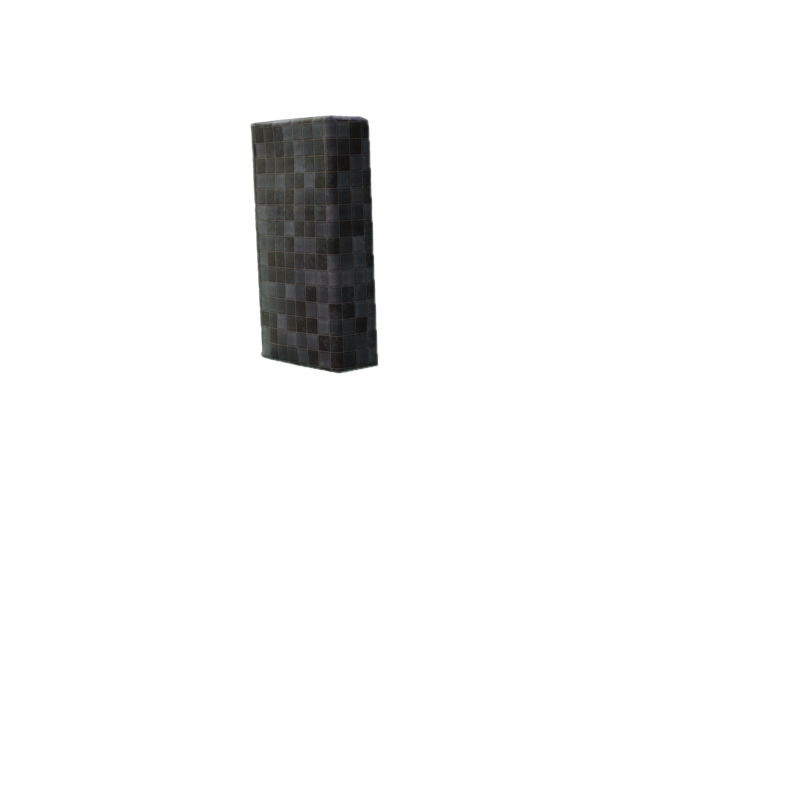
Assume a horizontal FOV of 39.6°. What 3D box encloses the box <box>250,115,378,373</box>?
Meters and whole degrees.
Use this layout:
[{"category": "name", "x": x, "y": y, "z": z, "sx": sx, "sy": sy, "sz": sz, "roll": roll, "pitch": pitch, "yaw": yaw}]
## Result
[{"category": "box", "x": -0.062, "y": -0.113, "z": 0.795, "sx": 0.046, "sy": 0.175, "sz": 0.097, "roll": -3, "pitch": 5, "yaw": -42}]
